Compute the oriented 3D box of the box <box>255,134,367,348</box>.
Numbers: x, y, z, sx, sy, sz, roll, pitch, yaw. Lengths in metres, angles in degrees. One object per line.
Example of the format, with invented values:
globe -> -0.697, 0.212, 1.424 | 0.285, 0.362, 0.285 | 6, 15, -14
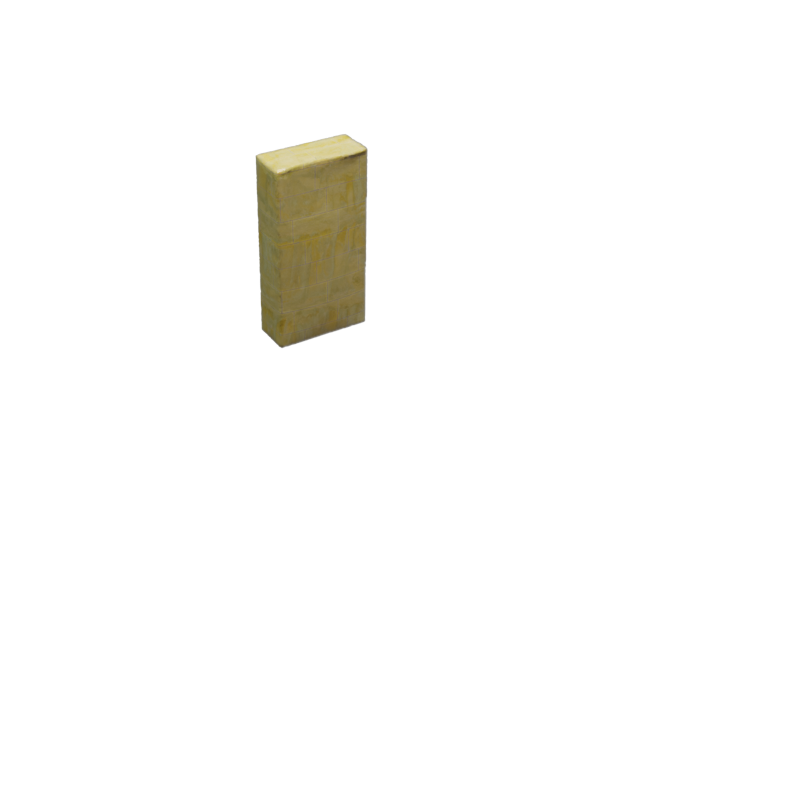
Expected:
box -> -0.077, -0.140, 0.984 | 0.092, 0.165, 0.052 | -18, 38, -28
